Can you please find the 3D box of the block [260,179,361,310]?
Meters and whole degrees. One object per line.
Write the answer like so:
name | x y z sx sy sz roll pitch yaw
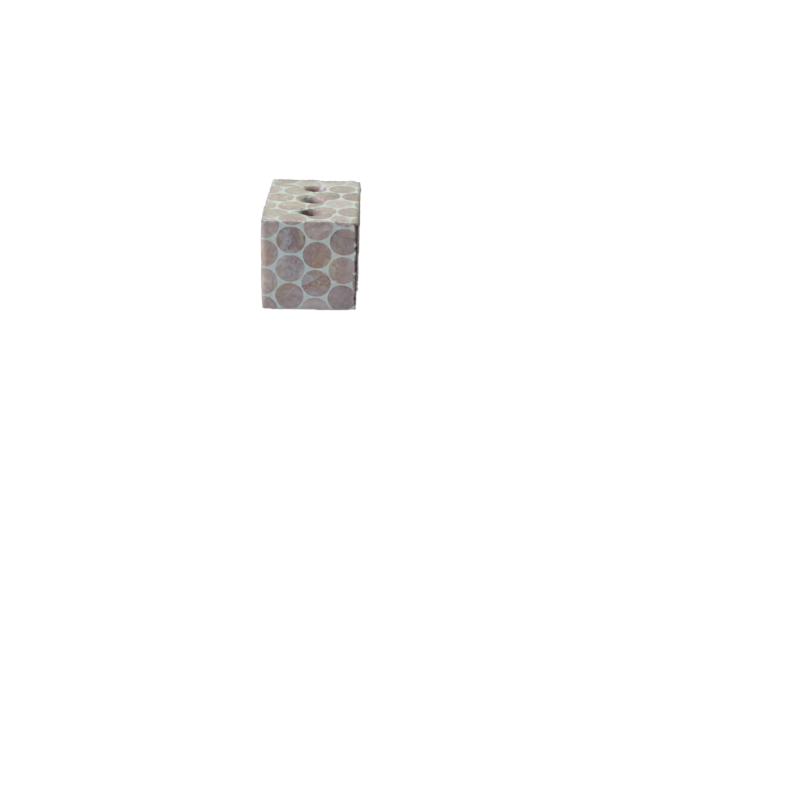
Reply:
block | -0.048 -0.088 0.619 0.053 0.049 0.082 1 25 -1
